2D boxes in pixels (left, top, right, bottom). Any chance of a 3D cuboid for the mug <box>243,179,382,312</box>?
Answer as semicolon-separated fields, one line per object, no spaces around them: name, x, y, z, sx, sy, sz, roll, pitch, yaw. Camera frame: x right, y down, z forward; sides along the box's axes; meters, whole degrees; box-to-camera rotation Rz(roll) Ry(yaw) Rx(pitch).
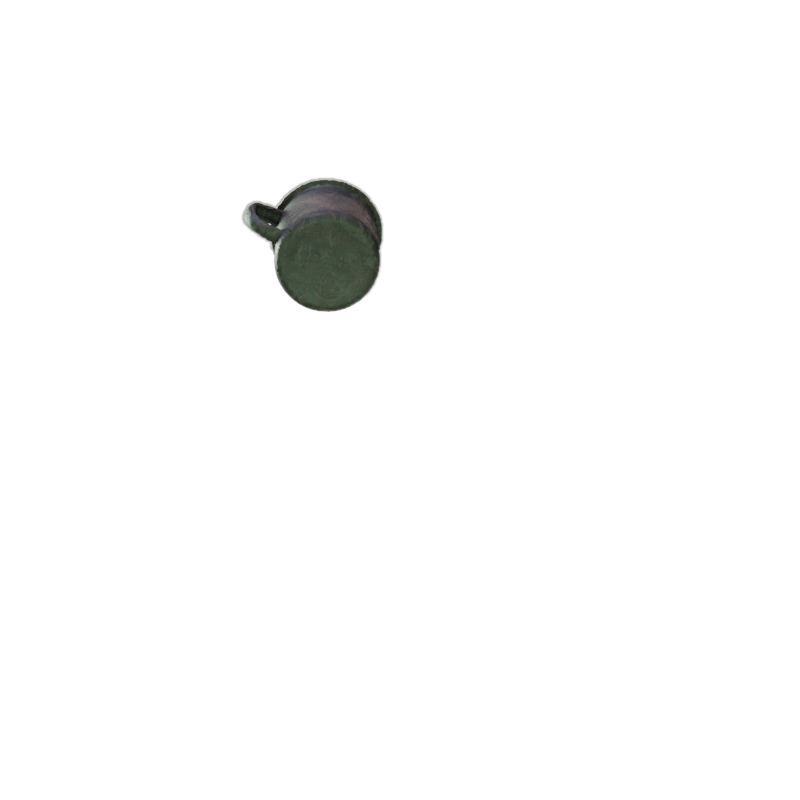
mug;-0.068;-0.125;0.875;0.115;0.091;0.085;26;18;-10
